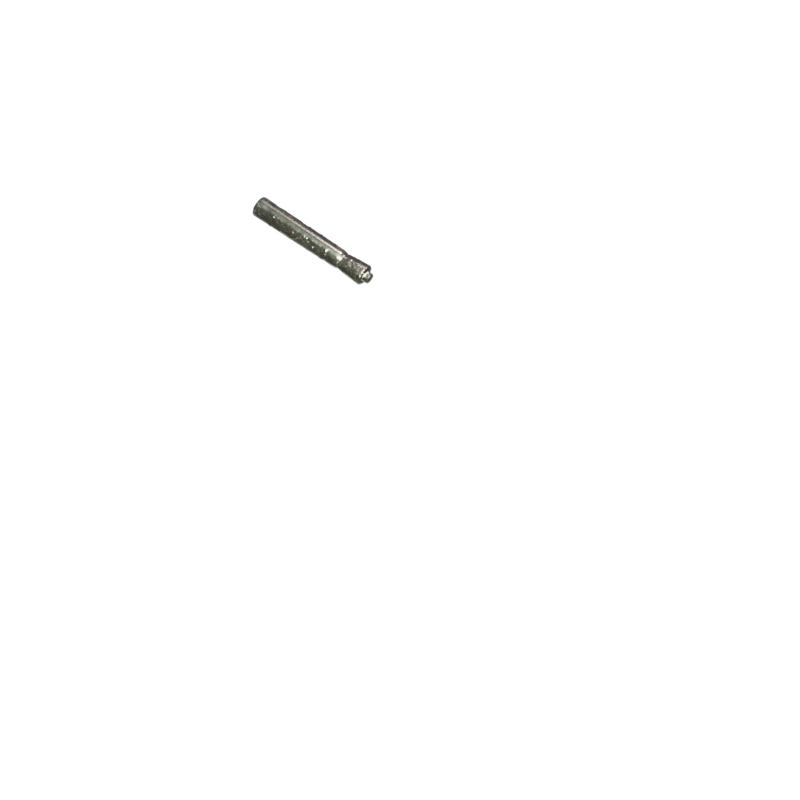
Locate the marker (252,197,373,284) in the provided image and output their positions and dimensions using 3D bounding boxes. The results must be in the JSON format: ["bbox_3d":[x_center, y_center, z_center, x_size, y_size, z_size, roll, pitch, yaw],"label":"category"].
[{"bbox_3d":[-0.074,-0.135,0.943,0.127,0.019,0.019,35,15,19],"label":"marker"}]
